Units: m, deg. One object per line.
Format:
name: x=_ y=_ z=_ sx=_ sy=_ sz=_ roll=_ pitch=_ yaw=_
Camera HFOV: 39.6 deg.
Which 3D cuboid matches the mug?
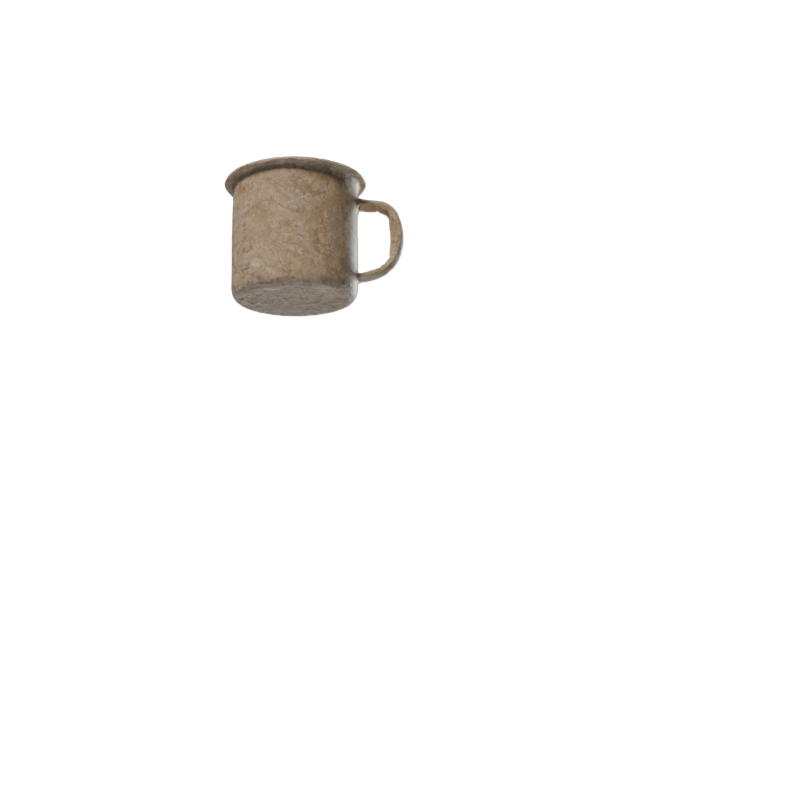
mug: x=-0.056 y=-0.103 z=0.721 sx=0.117 sy=0.085 sz=0.090 roll=0 pitch=-15 yaw=-3
